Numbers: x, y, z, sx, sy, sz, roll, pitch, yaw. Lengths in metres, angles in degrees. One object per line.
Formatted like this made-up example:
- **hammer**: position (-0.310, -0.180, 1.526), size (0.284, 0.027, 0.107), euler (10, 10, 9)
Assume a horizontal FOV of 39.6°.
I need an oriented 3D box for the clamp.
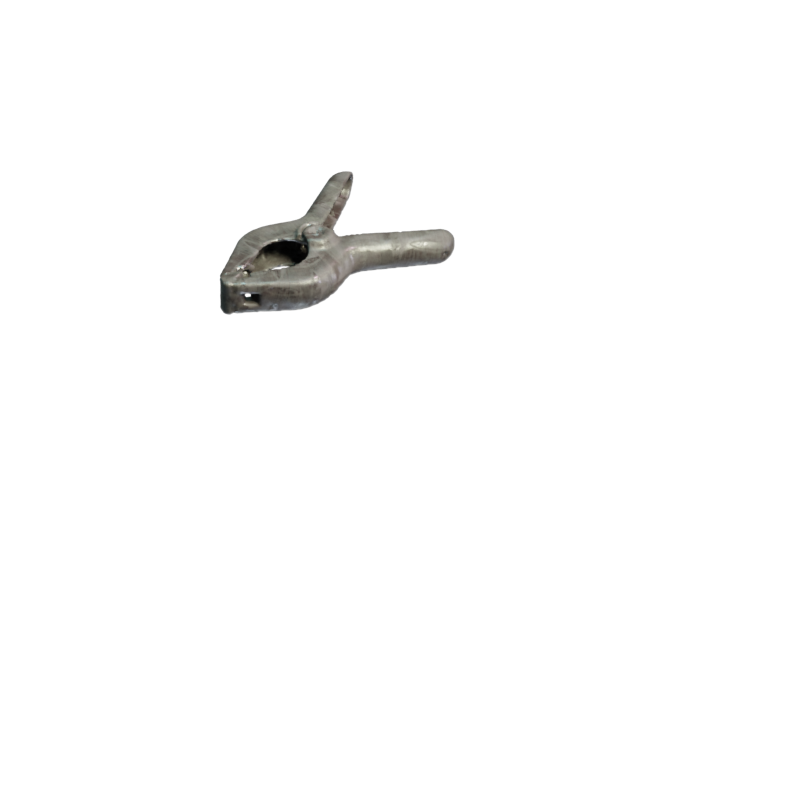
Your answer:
- **clamp**: position (-0.061, -0.112, 0.783), size (0.169, 0.037, 0.129), euler (-21, 40, -28)
